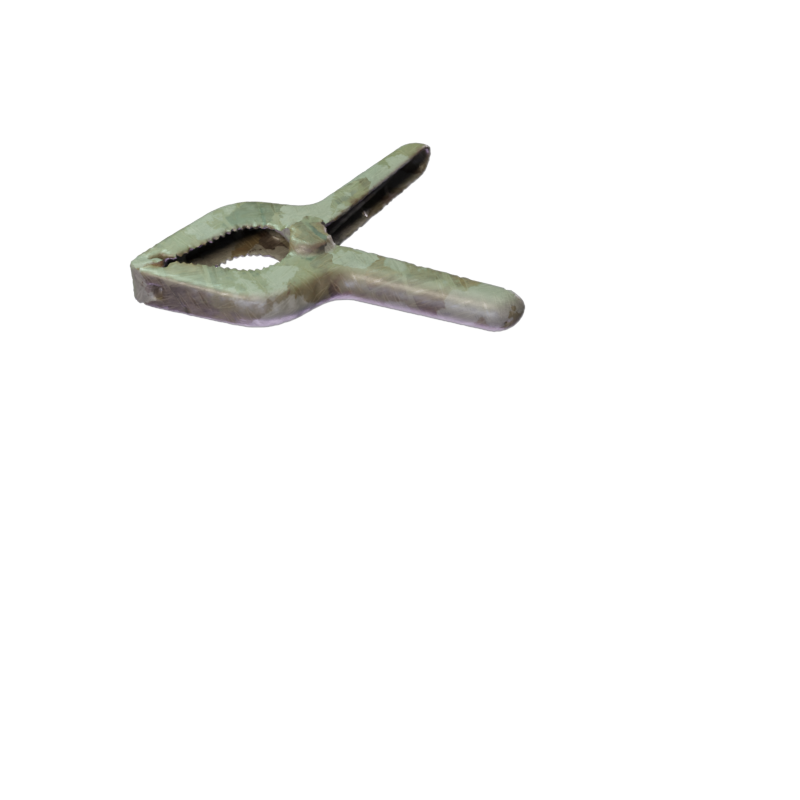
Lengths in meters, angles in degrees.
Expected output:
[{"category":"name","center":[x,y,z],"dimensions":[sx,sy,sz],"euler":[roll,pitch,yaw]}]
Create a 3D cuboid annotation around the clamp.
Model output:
[{"category":"clamp","center":[-0.051,-0.092,0.646],"dimensions":[0.208,0.034,0.178],"euler":[-6,43,-7]}]
